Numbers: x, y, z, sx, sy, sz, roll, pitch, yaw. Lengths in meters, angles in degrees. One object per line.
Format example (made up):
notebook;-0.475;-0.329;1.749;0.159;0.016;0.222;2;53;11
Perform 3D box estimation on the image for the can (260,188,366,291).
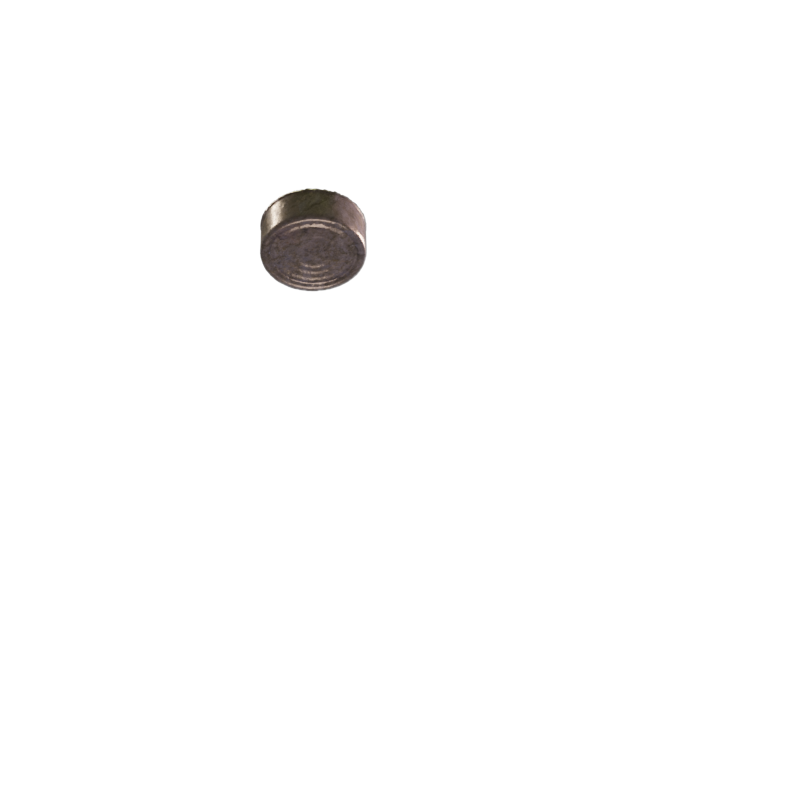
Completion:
can;-0.069;-0.126;0.883;0.086;0.036;0.080;1;-41;-1
